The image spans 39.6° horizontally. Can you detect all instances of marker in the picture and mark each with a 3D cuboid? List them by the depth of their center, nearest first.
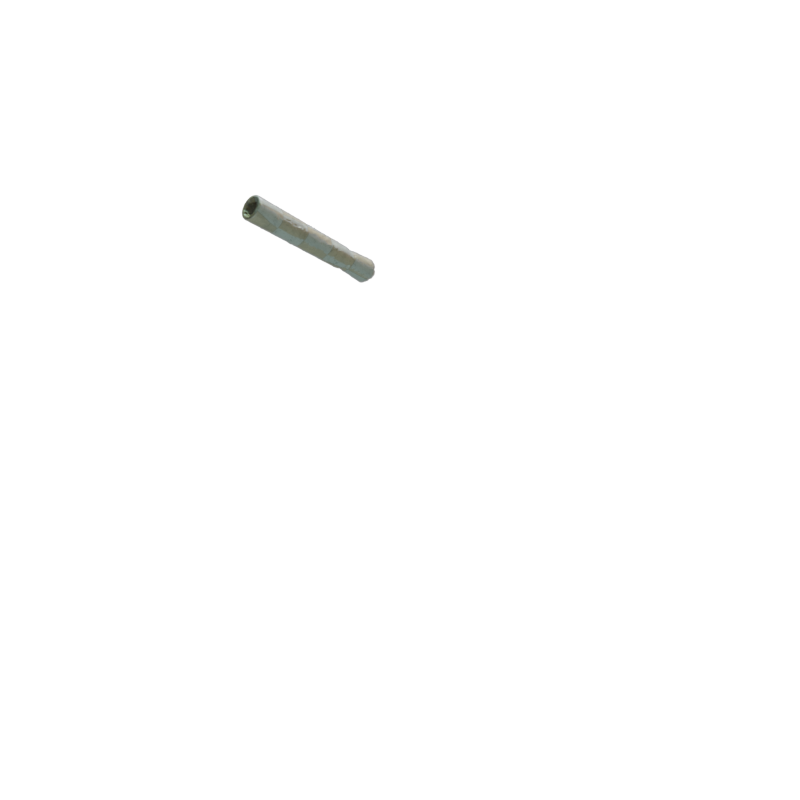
[{"bbox_3d":[-0.062,-0.113,0.789,0.113,0.020,0.021,25,-13,-39],"label":"marker"}]
